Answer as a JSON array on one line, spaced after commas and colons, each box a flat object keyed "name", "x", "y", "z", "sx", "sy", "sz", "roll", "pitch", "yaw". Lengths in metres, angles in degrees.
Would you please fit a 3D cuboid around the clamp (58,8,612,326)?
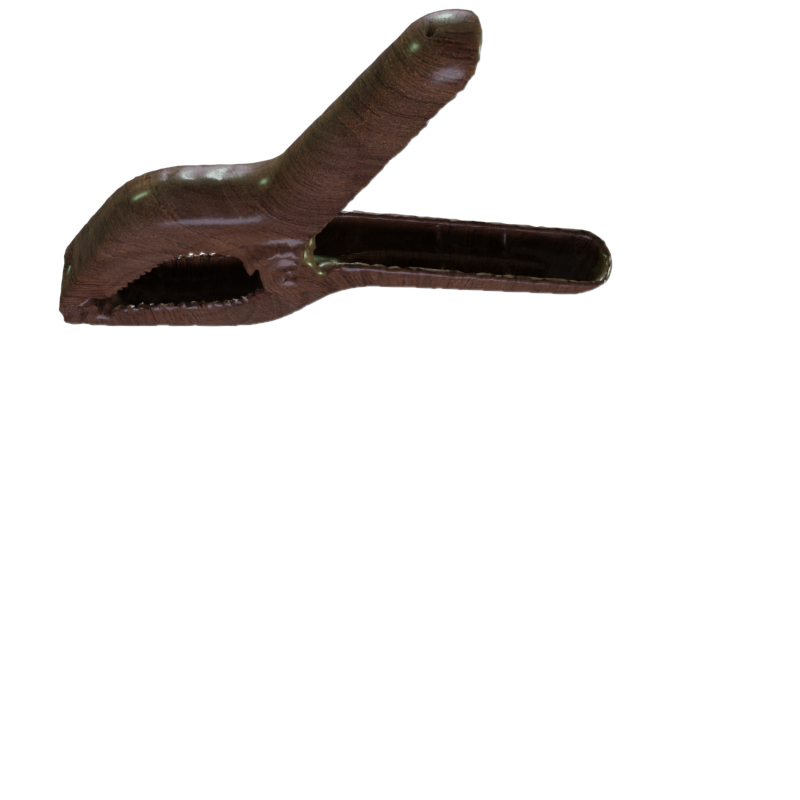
[{"name": "clamp", "x": -0.032, "y": -0.059, "z": 0.412, "sx": 0.213, "sy": 0.038, "sz": 0.153, "roll": -14, "pitch": -27, "yaw": 28}]
